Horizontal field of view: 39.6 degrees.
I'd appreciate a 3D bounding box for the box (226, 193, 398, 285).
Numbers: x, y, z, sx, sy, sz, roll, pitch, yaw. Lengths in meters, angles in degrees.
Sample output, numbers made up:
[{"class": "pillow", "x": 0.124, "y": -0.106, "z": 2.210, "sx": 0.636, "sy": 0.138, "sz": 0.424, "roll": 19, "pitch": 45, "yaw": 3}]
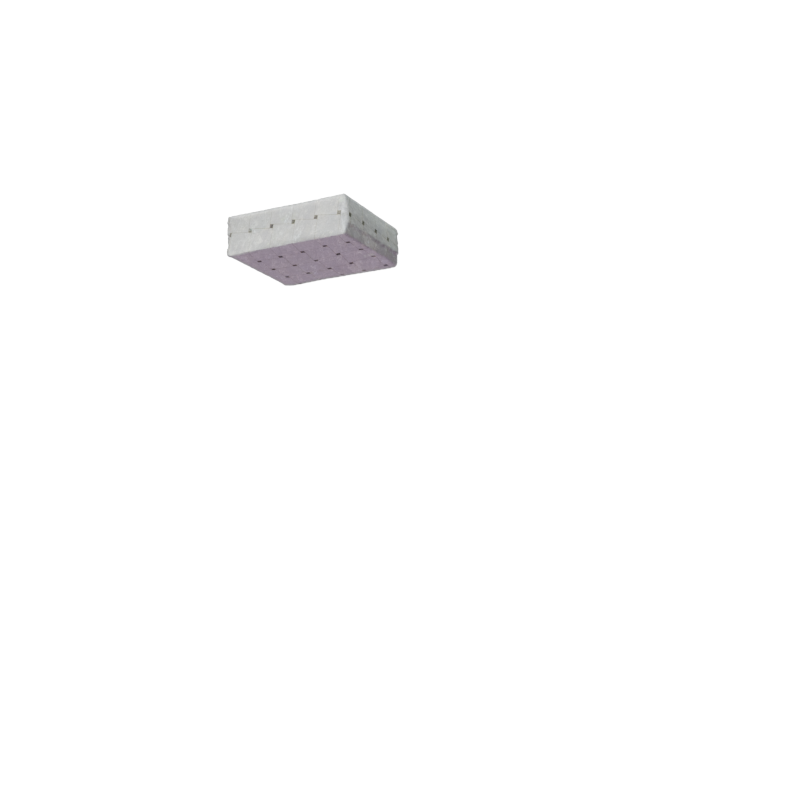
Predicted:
[{"class": "box", "x": -0.071, "y": -0.129, "z": 0.903, "sx": 0.116, "sy": 0.041, "sz": 0.084, "roll": -8, "pitch": -17, "yaw": 27}]
